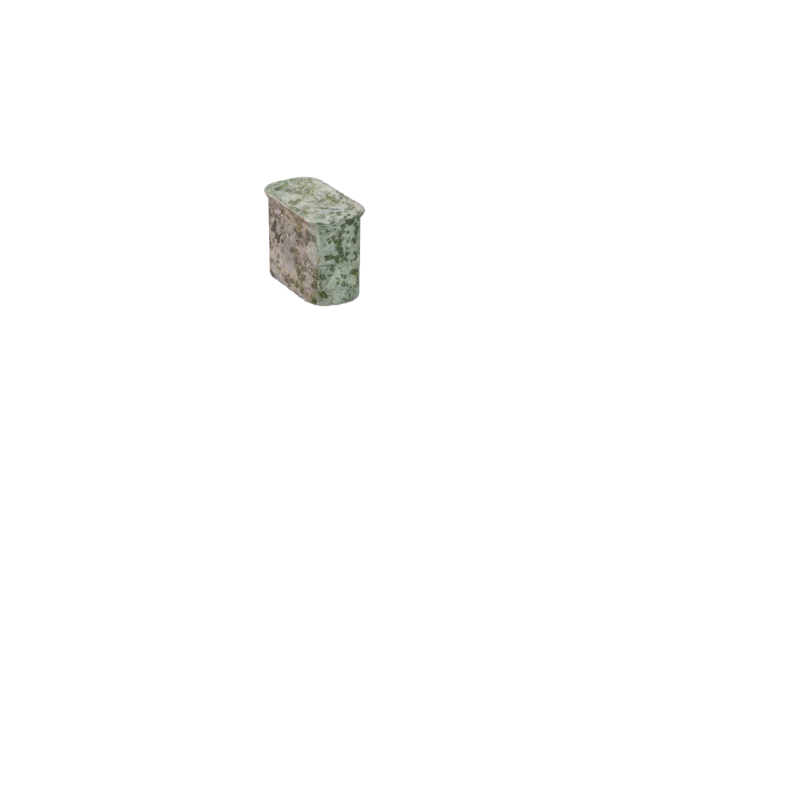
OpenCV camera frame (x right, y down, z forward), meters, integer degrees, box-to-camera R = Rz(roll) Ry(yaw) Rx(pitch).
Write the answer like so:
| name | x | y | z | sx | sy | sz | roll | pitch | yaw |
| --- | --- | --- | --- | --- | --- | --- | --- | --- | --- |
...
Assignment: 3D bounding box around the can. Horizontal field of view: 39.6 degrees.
| name | x | y | z | sx | sy | sz | roll | pitch | yaw |
| --- | --- | --- | --- | --- | --- | --- | --- | --- | --- |
| can | -0.077 | -0.140 | 0.980 | 0.056 | 0.079 | 0.110 | -16 | 33 | -29 |
